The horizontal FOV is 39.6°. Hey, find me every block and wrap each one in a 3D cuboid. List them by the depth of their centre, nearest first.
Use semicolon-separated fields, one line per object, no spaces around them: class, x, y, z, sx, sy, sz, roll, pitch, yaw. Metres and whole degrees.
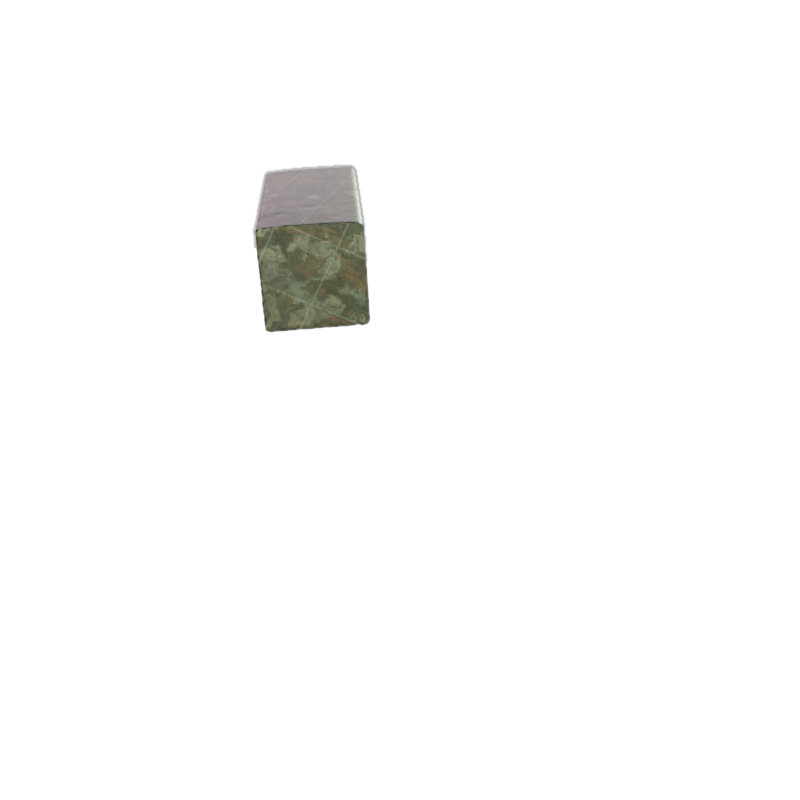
block;-0.078;-0.143;0.998;0.090;0.087;0.216;-5;23;-2
